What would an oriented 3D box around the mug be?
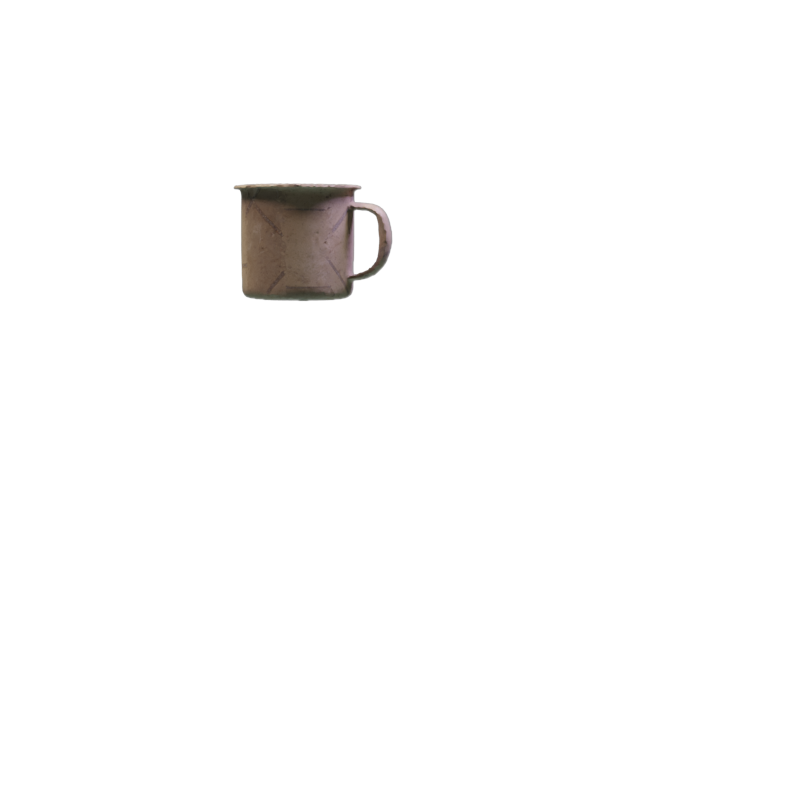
[{"bbox_3d":[-0.063,-0.114,0.800,0.120,0.081,0.092,2,6,15],"label":"mug"}]
